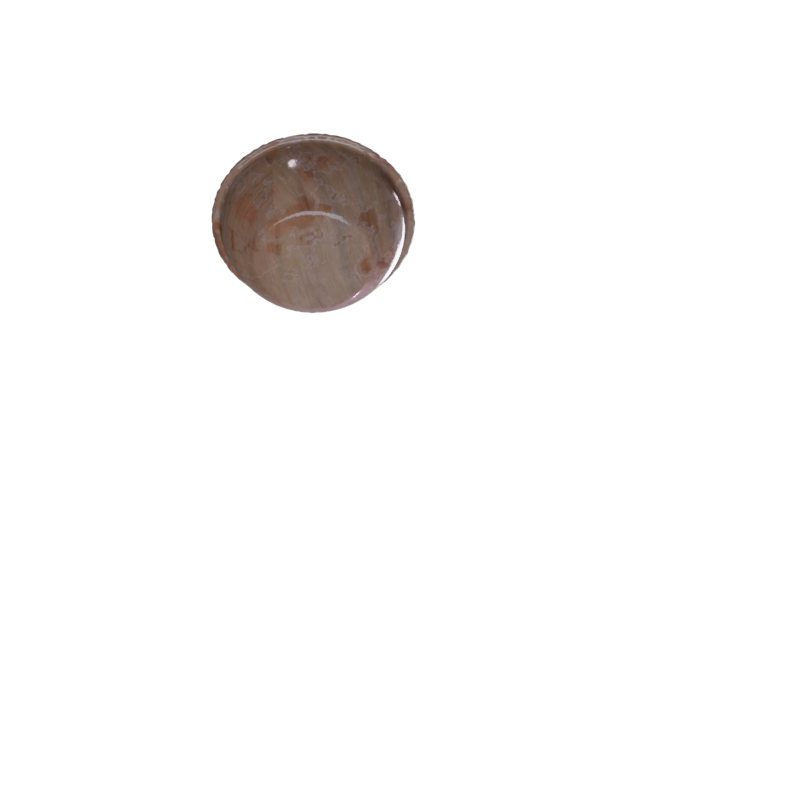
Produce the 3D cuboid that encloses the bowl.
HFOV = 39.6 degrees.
[{"bbox_3d":[-0.067,-0.122,0.858,0.162,0.152,0.059,1,36,-1],"label":"bowl"}]
